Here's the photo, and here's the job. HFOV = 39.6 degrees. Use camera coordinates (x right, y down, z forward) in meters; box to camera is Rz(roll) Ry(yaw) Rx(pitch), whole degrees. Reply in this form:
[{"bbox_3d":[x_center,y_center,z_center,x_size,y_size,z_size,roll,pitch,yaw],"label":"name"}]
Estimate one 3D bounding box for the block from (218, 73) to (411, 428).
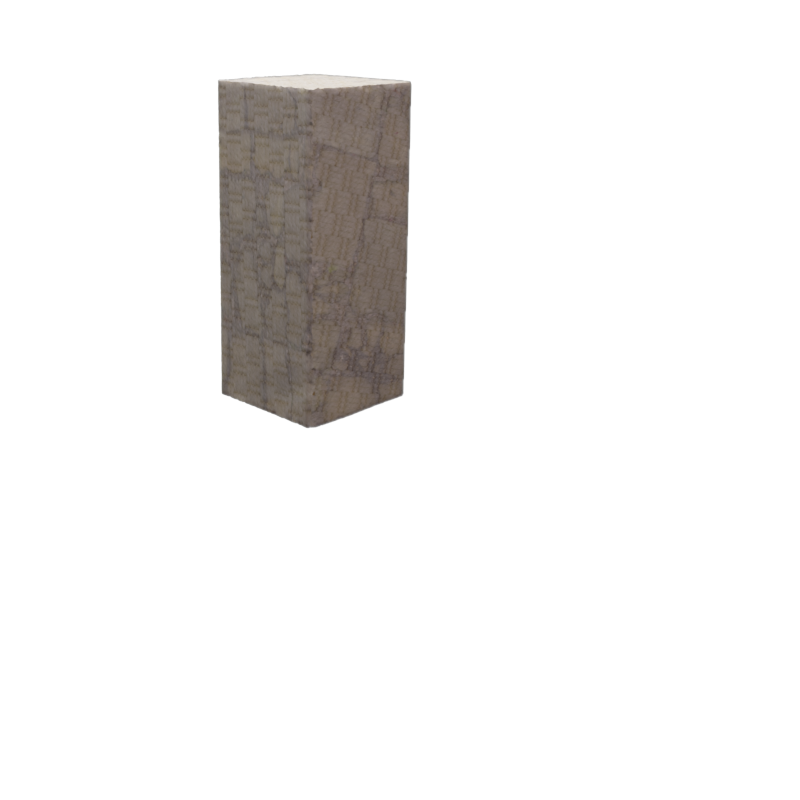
[{"bbox_3d":[-0.055,-0.101,0.710,0.096,0.200,0.088,14,19,42],"label":"block"}]
